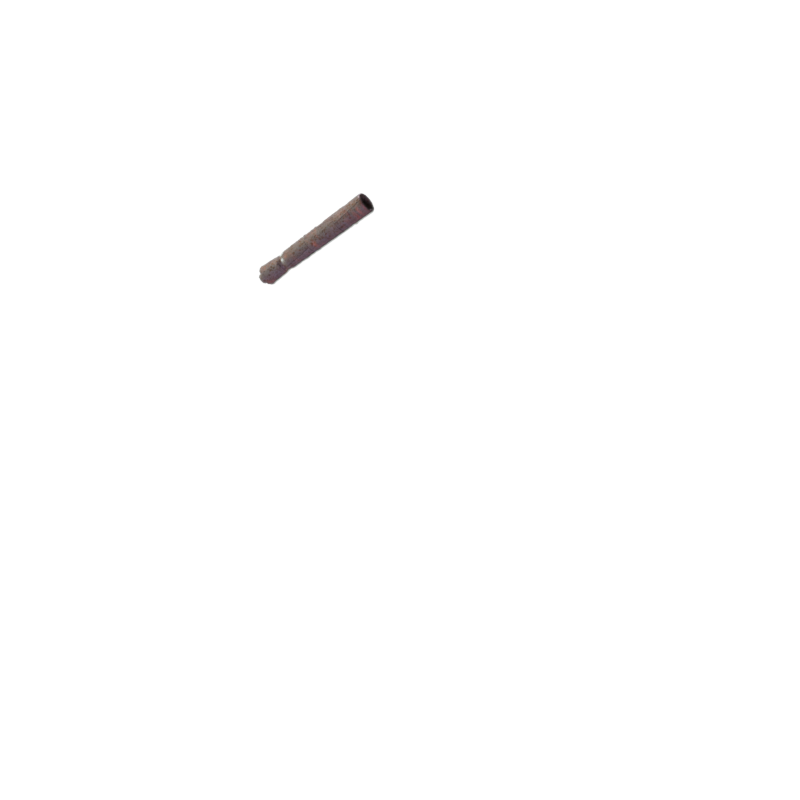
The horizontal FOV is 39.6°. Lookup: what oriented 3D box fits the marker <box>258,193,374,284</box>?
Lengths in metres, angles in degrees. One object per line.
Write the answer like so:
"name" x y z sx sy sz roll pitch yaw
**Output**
"marker" -0.073 -0.133 0.931 0.120 0.020 0.019 -32 -12 26
